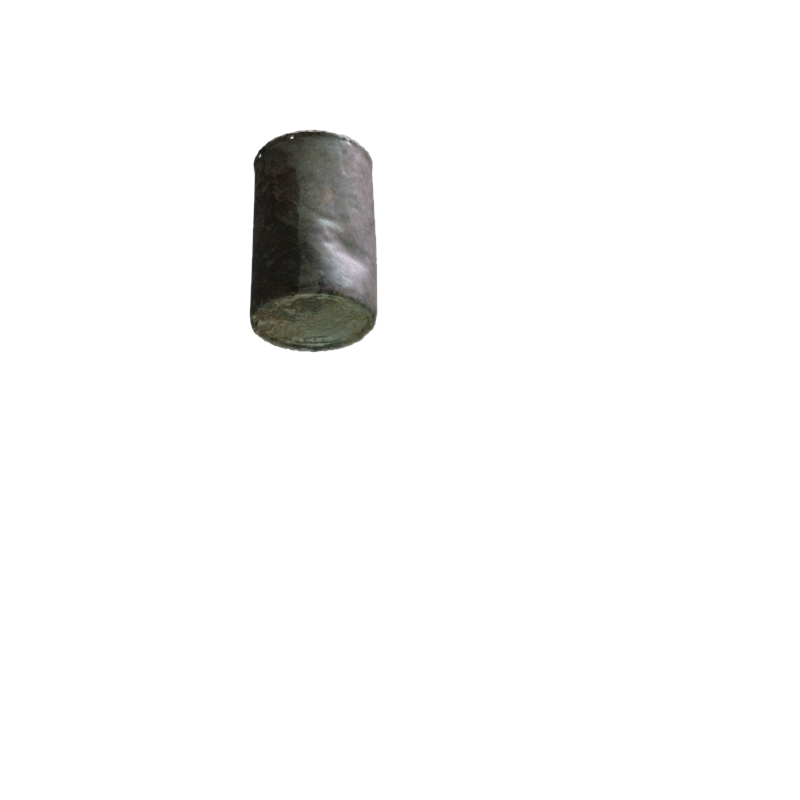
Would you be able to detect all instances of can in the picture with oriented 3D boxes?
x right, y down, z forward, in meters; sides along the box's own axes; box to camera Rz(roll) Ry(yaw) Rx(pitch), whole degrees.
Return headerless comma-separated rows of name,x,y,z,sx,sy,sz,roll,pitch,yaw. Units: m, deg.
can,-0.047,-0.086,0.603,0.068,0.109,0.064,0,-29,-2
